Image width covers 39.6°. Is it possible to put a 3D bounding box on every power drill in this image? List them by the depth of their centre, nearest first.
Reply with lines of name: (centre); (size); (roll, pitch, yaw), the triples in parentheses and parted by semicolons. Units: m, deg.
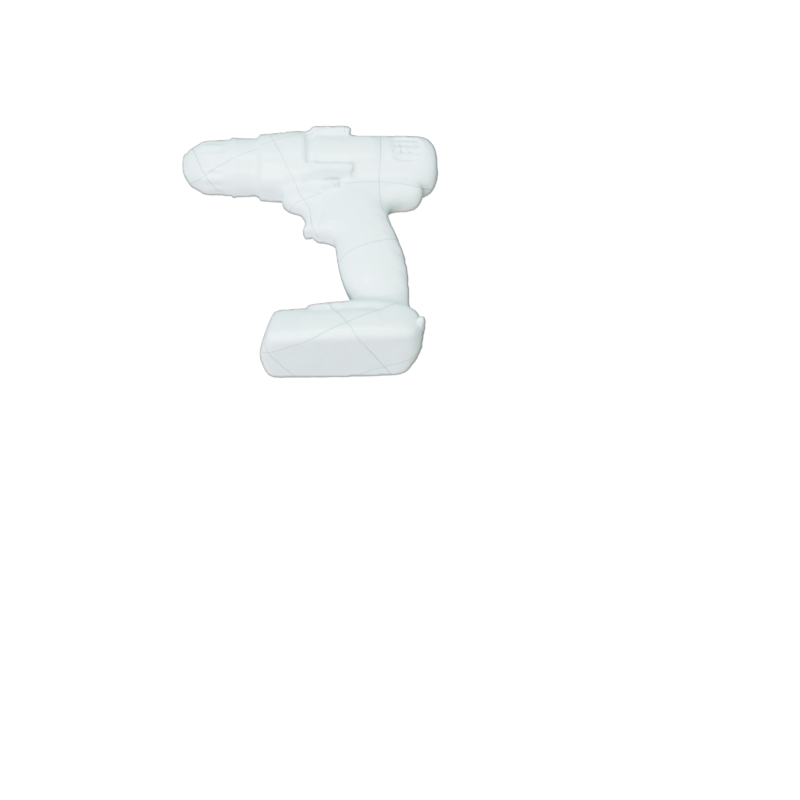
power drill: (-0.060, -0.109, 0.763); (0.184, 0.201, 0.054); (-2, -32, -2)
